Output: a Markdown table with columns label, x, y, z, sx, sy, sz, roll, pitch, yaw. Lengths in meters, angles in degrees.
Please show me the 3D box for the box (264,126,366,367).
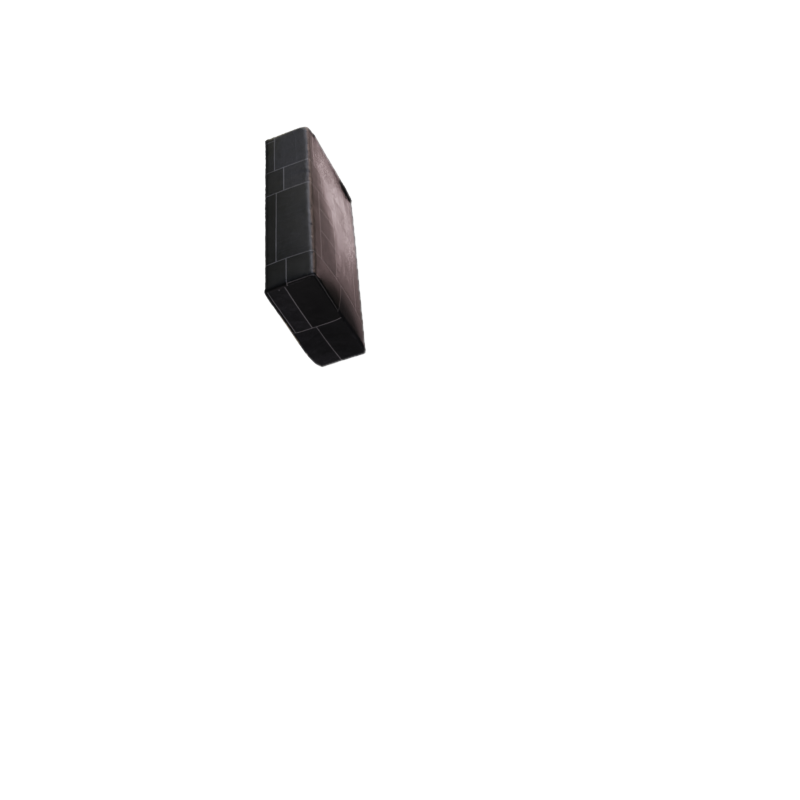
| label | x | y | z | sx | sy | sz | roll | pitch | yaw |
| --- | --- | --- | --- | --- | --- | --- | --- | --- | --- |
| box | -0.066 | -0.121 | 0.848 | 0.048 | 0.189 | 0.086 | -18 | -44 | 15 |
